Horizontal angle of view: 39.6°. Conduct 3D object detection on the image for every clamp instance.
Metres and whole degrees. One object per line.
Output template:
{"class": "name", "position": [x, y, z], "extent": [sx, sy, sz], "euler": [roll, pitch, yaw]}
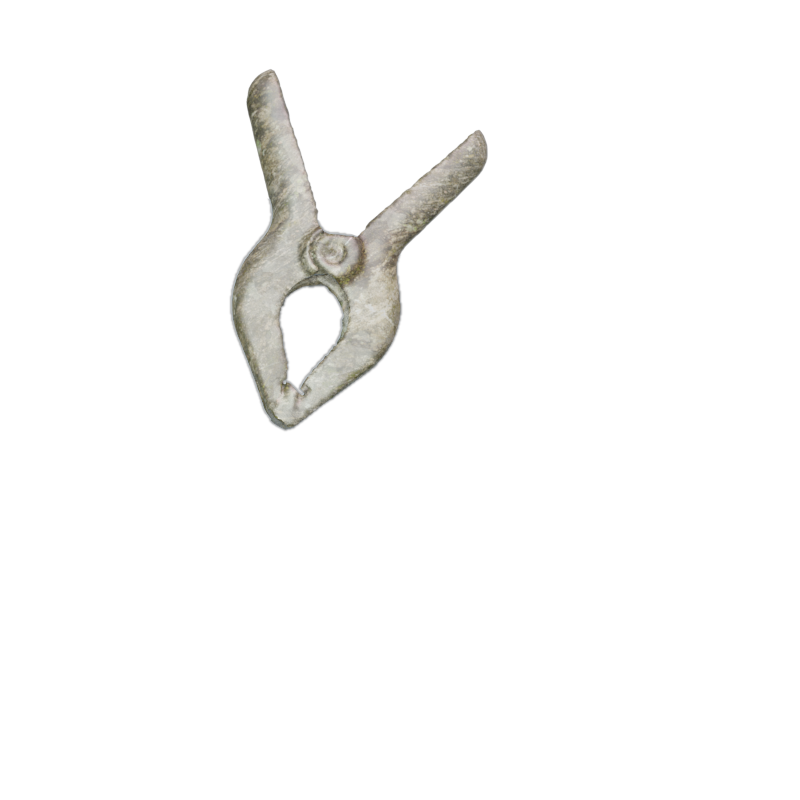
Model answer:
{"class": "clamp", "position": [-0.041, -0.075, 0.527], "extent": [0.122, 0.176, 0.038], "euler": [22, -16, 6]}
